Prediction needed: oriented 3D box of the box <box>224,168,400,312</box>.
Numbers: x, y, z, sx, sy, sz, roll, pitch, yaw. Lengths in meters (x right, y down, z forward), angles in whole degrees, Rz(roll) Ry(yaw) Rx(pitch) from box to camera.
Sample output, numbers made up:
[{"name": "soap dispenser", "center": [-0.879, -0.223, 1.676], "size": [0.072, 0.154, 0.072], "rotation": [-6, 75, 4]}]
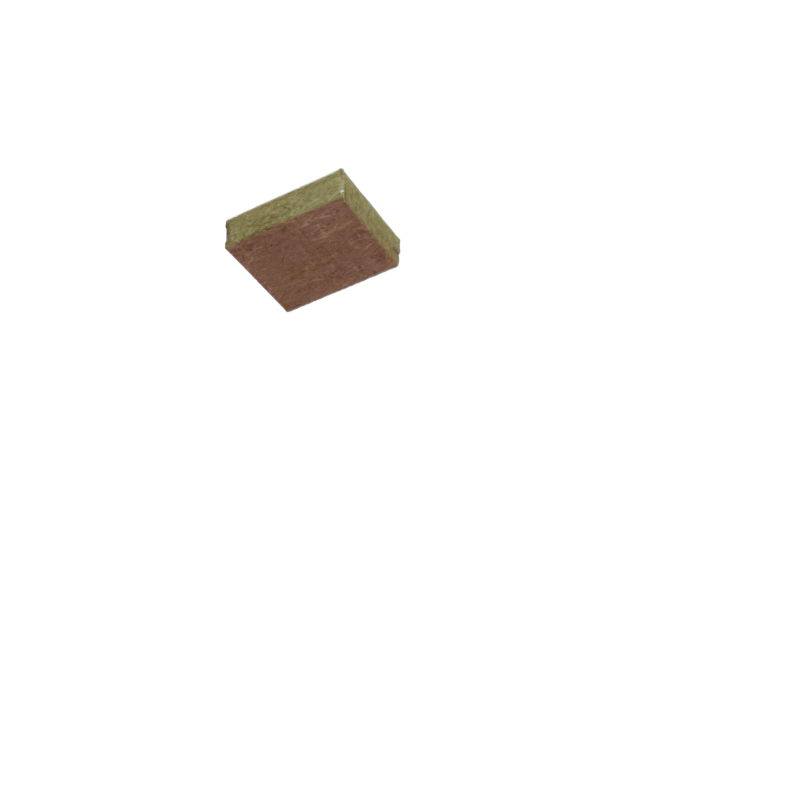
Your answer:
[{"name": "box", "center": [-0.055, -0.101, 0.707], "size": [0.090, 0.032, 0.068], "rotation": [-21, -44, 23]}]
